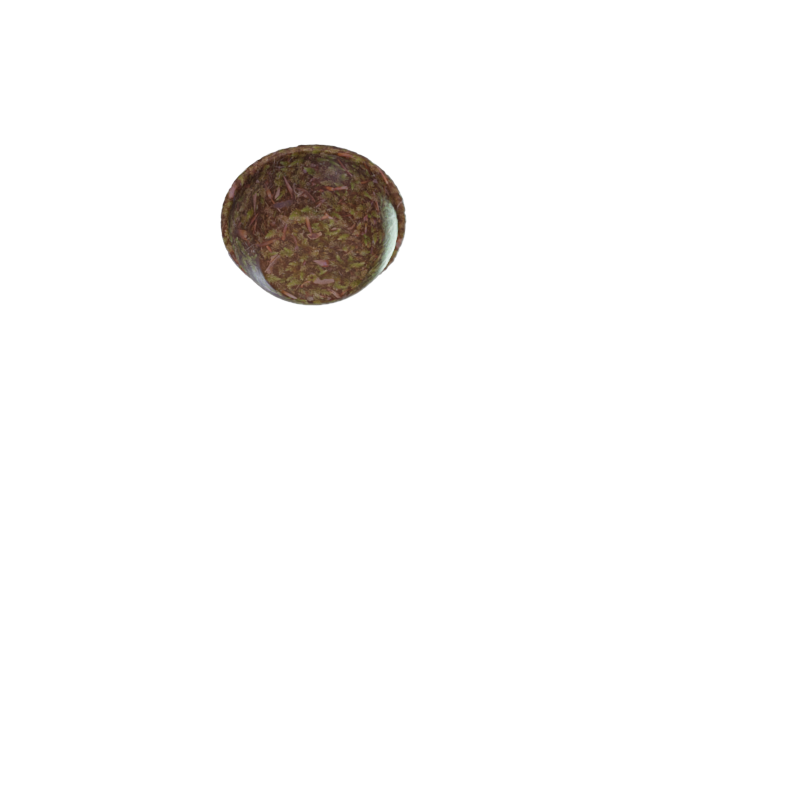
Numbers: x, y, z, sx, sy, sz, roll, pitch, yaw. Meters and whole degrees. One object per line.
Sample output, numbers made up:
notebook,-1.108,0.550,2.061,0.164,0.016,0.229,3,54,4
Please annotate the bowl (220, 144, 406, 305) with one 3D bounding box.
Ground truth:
bowl,-0.074,-0.134,0.941,0.162,0.151,0.059,1,39,-1
